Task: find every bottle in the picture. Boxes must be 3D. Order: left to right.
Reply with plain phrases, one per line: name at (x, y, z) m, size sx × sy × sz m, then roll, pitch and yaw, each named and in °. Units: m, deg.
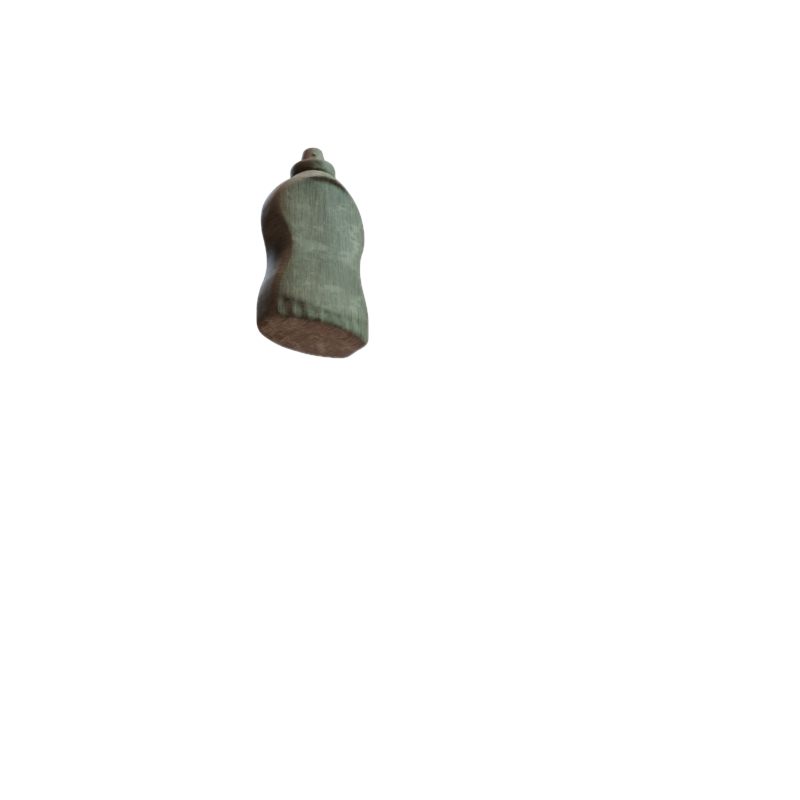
bottle at (-0.075, -0.137, 0.958) m, size 0.091 × 0.204 × 0.057 m, roll 16°, pitch -34°, yaw -29°
